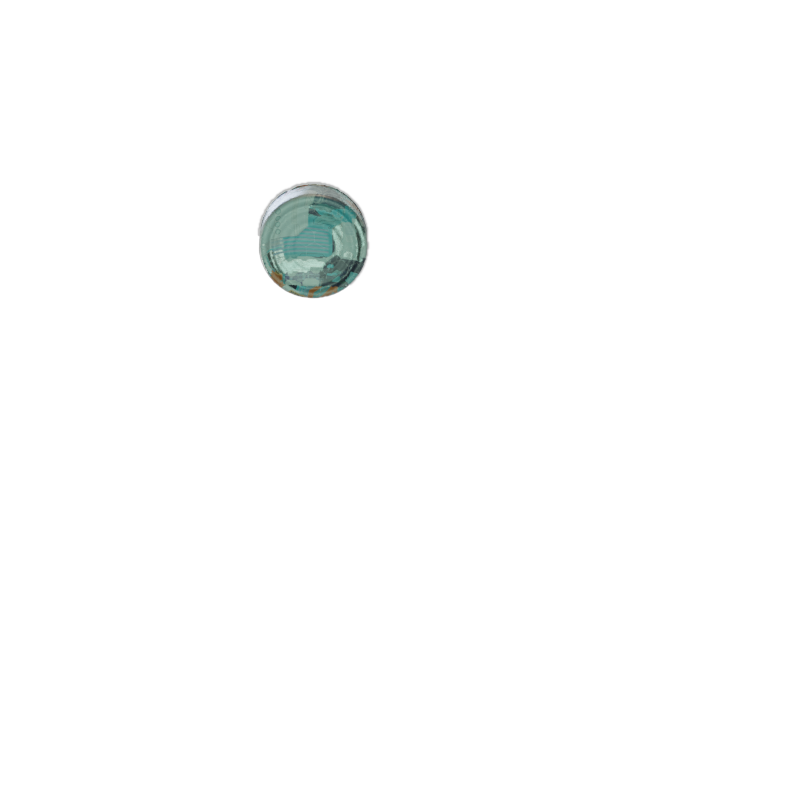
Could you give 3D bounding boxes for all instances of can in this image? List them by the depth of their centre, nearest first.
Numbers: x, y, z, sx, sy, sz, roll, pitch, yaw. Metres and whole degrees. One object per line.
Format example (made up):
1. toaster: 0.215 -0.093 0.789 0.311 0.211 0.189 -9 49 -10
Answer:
1. can: -0.068 -0.123 0.864 0.086 0.082 0.035 0 20 -1
